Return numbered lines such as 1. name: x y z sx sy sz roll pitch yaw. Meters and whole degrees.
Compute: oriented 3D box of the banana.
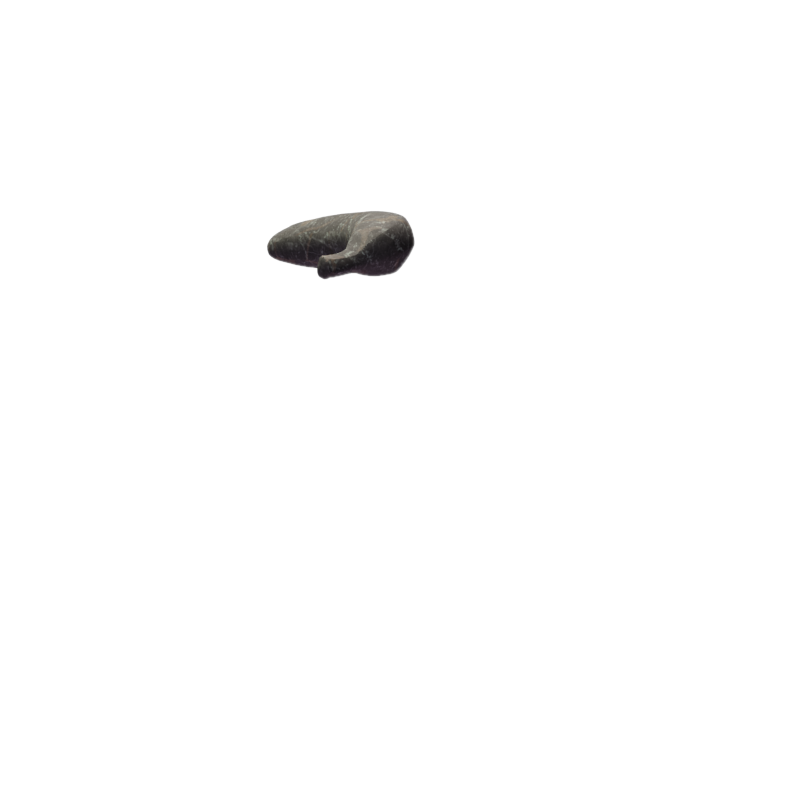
1. banana: -0.034 -0.096 0.674 0.068 0.036 0.203 -2 9 -14
